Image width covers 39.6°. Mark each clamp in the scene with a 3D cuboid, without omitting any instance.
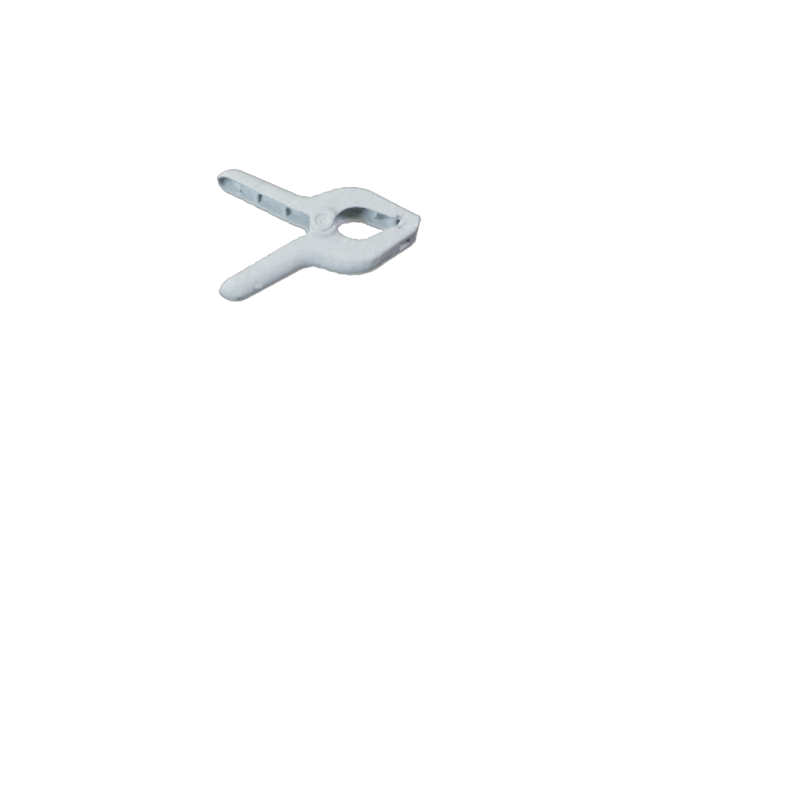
[{"bbox_3d":[-0.071,-0.129,0.901,0.172,0.126,0.037,4,-23,2],"label":"clamp"}]
